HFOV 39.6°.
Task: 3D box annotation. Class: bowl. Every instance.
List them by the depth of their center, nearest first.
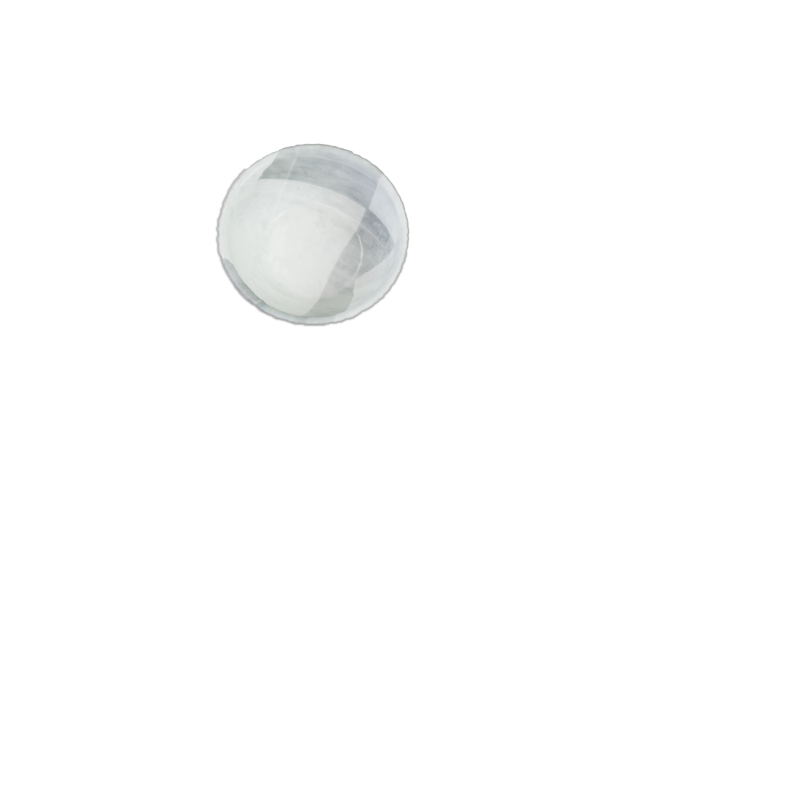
[{"bbox_3d":[-0.075,-0.136,0.955,0.162,0.169,0.053,-1,-17,-1],"label":"bowl"}]
